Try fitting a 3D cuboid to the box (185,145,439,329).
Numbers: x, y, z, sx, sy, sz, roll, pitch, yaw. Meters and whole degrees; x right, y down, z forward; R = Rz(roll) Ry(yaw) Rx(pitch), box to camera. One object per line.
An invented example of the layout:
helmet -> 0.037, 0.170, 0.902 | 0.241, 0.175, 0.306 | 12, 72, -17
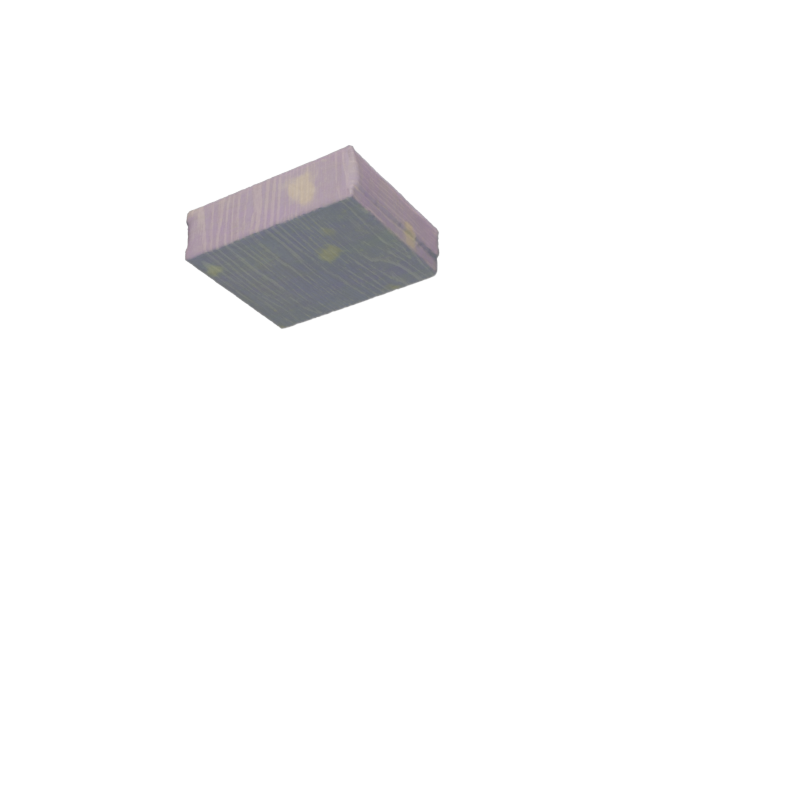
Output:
box -> -0.038, -0.070, 0.491 | 0.090, 0.032, 0.068 | -17, -33, 28
